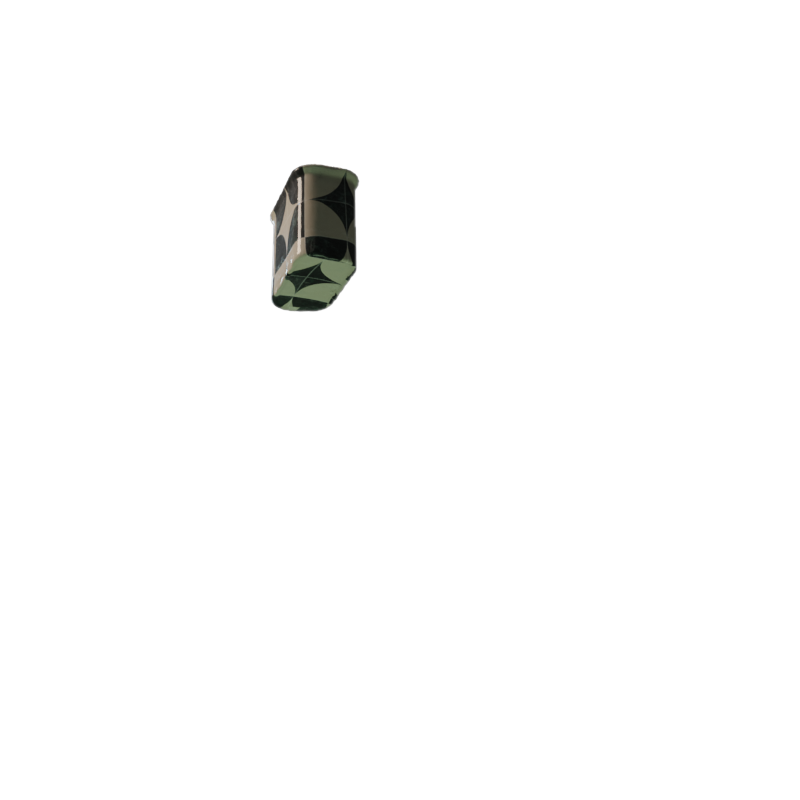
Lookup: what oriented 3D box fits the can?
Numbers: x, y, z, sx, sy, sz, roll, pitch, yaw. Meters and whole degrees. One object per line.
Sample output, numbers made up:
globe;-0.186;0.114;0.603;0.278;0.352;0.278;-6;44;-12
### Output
can;-0.071;-0.130;0.908;0.056;0.089;0.099;8;-27;-18
